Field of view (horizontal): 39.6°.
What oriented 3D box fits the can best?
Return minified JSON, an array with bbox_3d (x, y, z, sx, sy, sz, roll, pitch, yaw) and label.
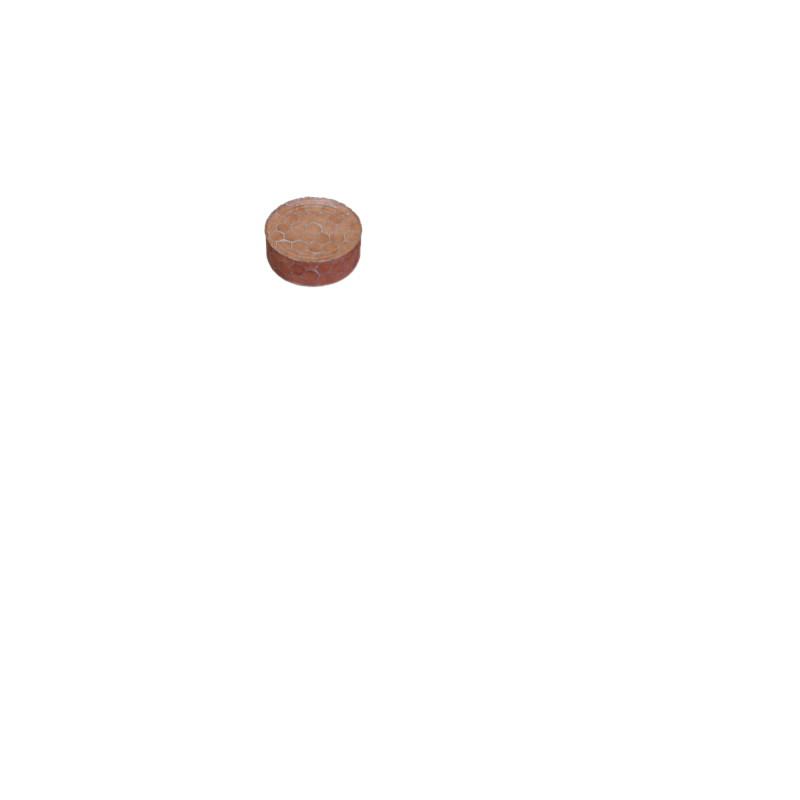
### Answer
[{"bbox_3d":[-0.077,-0.140,0.982,0.086,0.092,0.031,-1,-43,-1],"label":"can"}]
